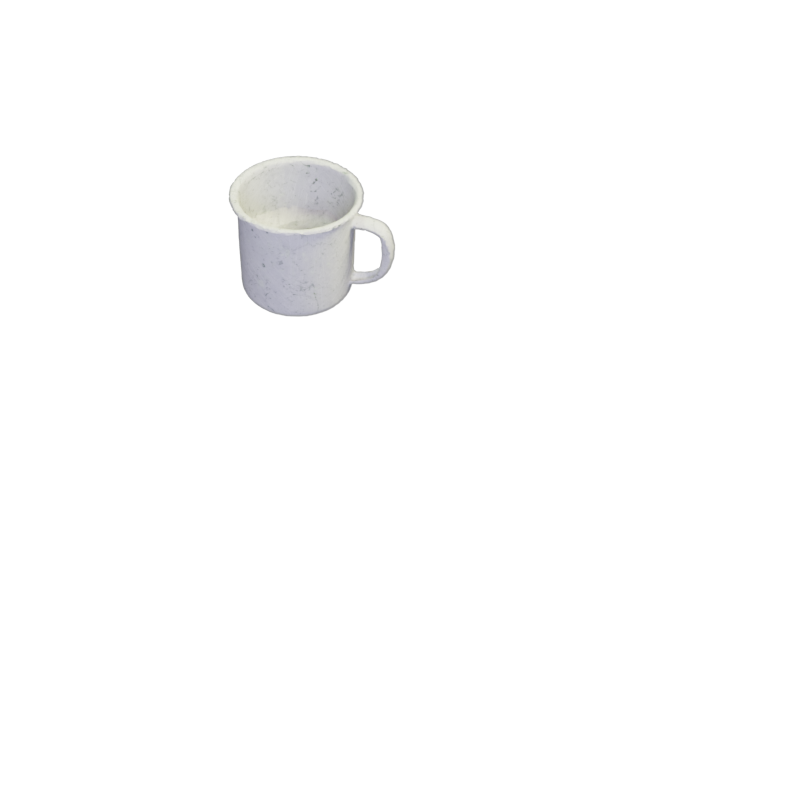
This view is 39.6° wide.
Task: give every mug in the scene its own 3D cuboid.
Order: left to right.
[{"bbox_3d":[-0.061,-0.112,0.782,0.119,0.076,0.098,9,42,9],"label":"mug"}]
